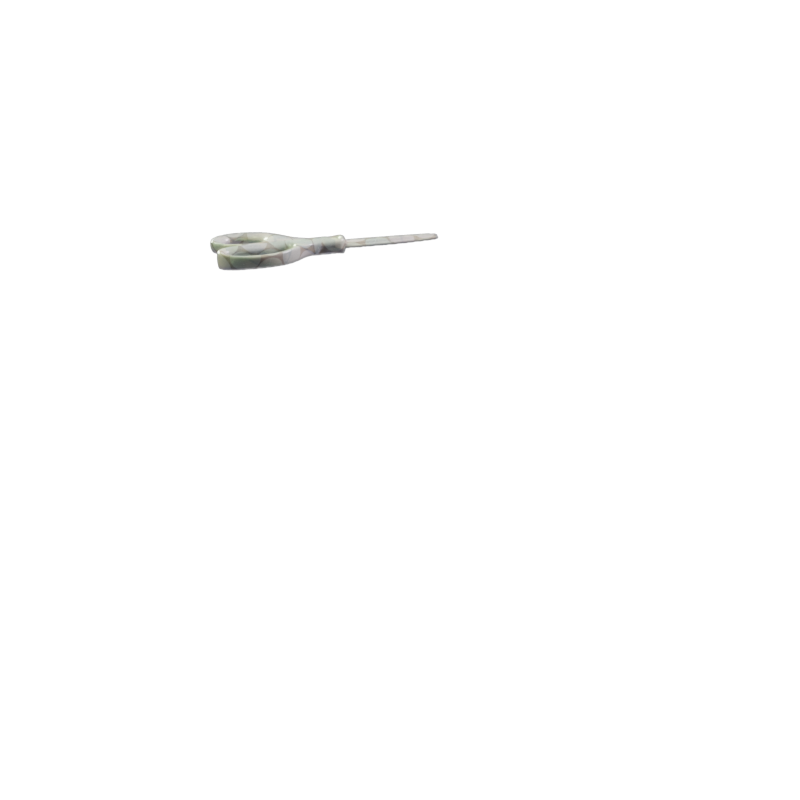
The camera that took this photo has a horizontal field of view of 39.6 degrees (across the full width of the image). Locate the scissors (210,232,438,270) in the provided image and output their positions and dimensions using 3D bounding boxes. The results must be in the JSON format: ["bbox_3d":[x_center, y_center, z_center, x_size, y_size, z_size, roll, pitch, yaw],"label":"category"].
[{"bbox_3d":[-0.074,-0.136,0.951,0.197,0.015,0.102,-15,25,-34],"label":"scissors"}]
